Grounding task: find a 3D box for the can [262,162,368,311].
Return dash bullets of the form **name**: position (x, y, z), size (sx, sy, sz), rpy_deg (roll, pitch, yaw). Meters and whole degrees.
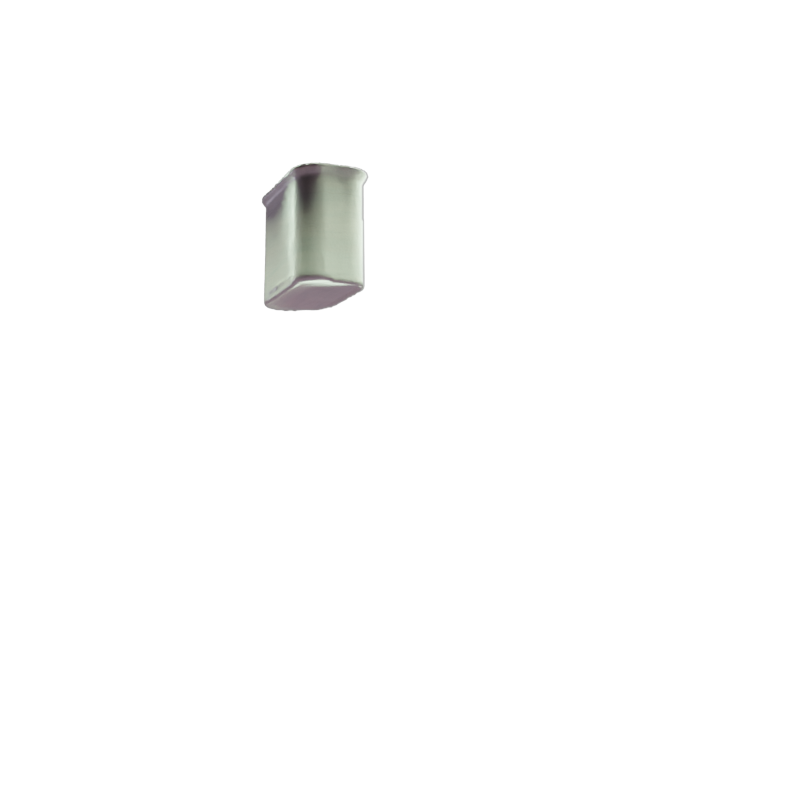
- **can**: position (-0.063, -0.114, 0.802), size (0.056, 0.087, 0.102), rpy_deg (5, -13, -23)
